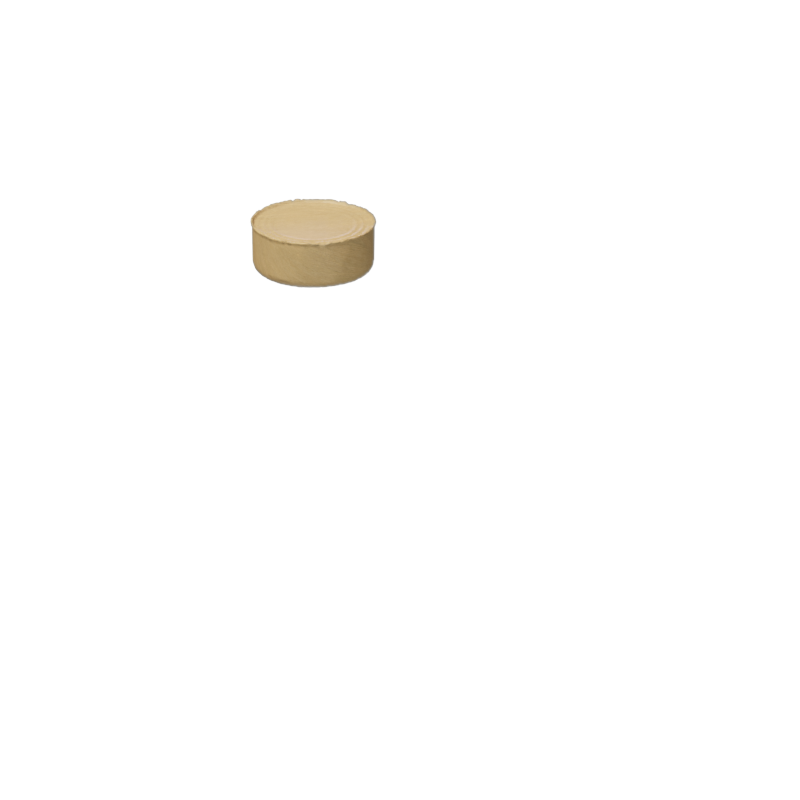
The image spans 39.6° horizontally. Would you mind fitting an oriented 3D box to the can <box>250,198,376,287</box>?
[{"bbox_3d":[-0.060,-0.109,0.764,0.086,0.032,0.091,-1,28,-2],"label":"can"}]
